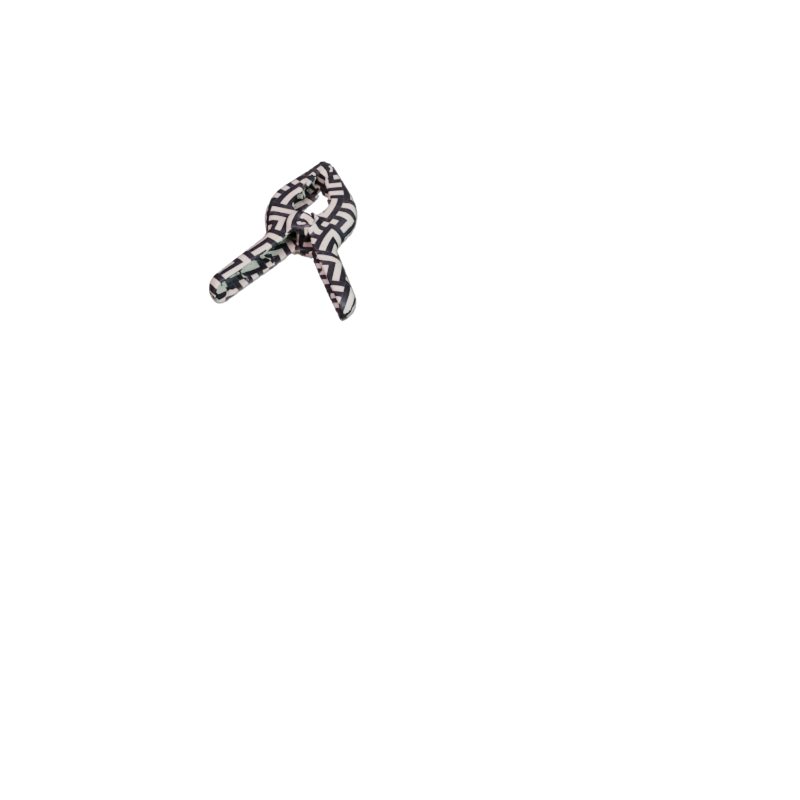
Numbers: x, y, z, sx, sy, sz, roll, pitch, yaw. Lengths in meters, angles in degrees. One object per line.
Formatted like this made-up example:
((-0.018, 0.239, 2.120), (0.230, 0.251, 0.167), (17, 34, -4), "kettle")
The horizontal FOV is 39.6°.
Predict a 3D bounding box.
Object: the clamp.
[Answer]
((-0.073, -0.133, 0.929), (0.123, 0.179, 0.037), (17, -36, 12), "clamp")
